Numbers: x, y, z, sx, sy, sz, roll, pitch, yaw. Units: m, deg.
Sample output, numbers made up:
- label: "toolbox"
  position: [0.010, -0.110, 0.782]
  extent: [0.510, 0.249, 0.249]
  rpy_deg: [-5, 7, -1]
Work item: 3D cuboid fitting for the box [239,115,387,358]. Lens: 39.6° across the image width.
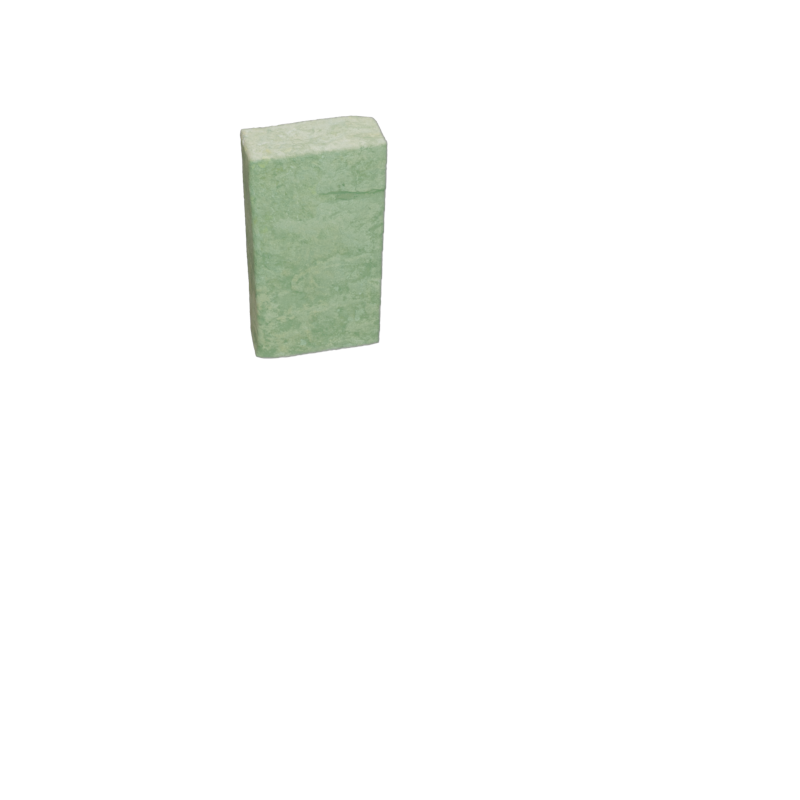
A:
- label: "box"
  position: [-0.060, -0.110, 0.767]
  extent: [0.092, 0.165, 0.052]
  rpy_deg: [-7, 40, -12]
